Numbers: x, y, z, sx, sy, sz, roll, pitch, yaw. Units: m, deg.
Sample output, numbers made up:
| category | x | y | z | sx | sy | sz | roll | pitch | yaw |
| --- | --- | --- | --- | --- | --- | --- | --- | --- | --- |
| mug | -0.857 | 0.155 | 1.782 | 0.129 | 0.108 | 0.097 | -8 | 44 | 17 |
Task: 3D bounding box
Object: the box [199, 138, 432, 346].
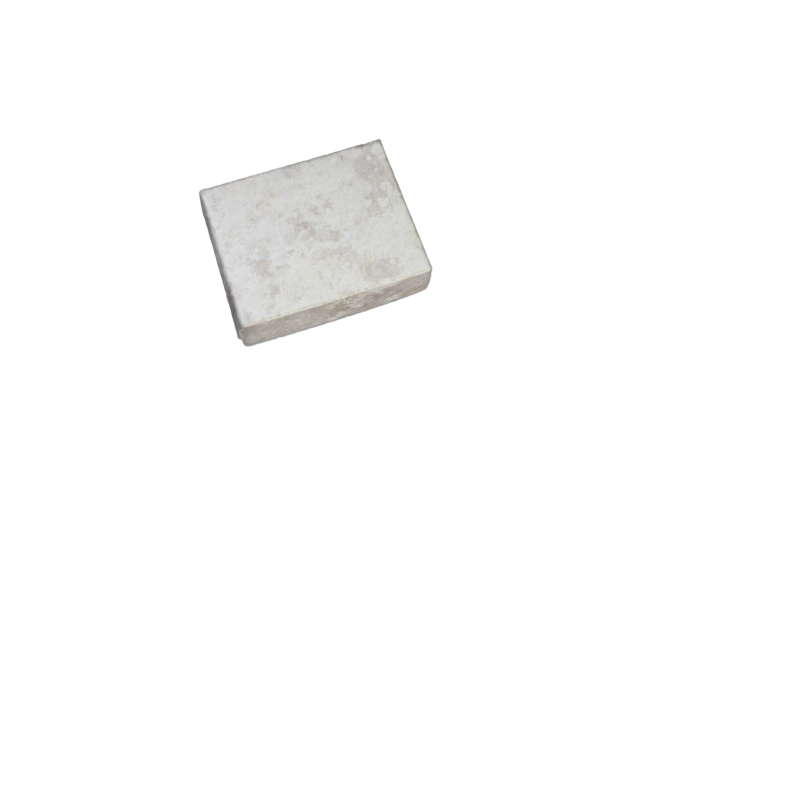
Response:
| category | x | y | z | sx | sy | sz | roll | pitch | yaw |
| --- | --- | --- | --- | --- | --- | --- | --- | --- | --- |
| box | -0.049 | -0.090 | 0.633 | 0.113 | 0.095 | 0.037 | -17 | -23 | -8 |
